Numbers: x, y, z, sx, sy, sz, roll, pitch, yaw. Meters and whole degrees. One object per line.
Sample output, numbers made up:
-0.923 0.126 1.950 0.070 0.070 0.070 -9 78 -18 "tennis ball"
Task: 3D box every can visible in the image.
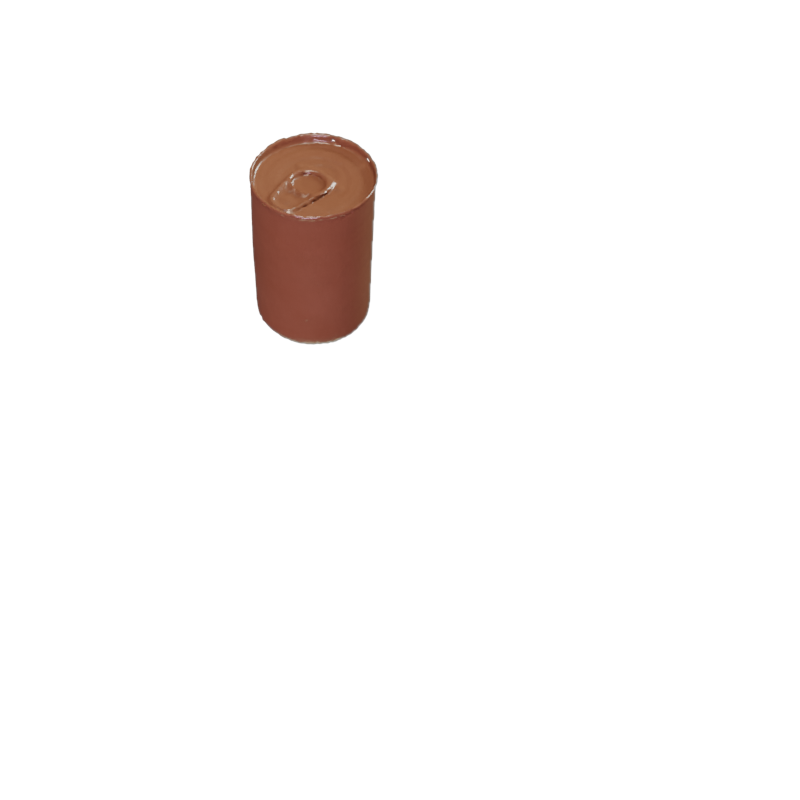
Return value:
-0.048 -0.088 0.619 0.068 0.074 0.095 0 -42 -3 "can"
